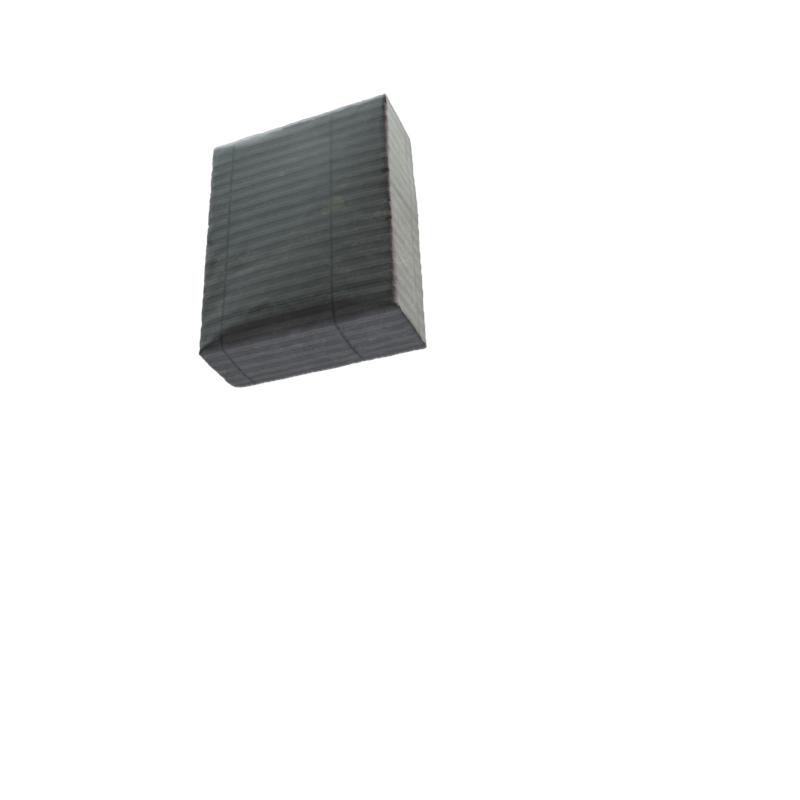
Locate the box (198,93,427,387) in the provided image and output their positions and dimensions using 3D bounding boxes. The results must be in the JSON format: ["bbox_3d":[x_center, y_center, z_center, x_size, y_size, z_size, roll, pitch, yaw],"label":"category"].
[{"bbox_3d":[-0.070,-0.128,0.895,0.166,0.229,0.066,-14,-36,17],"label":"box"}]
